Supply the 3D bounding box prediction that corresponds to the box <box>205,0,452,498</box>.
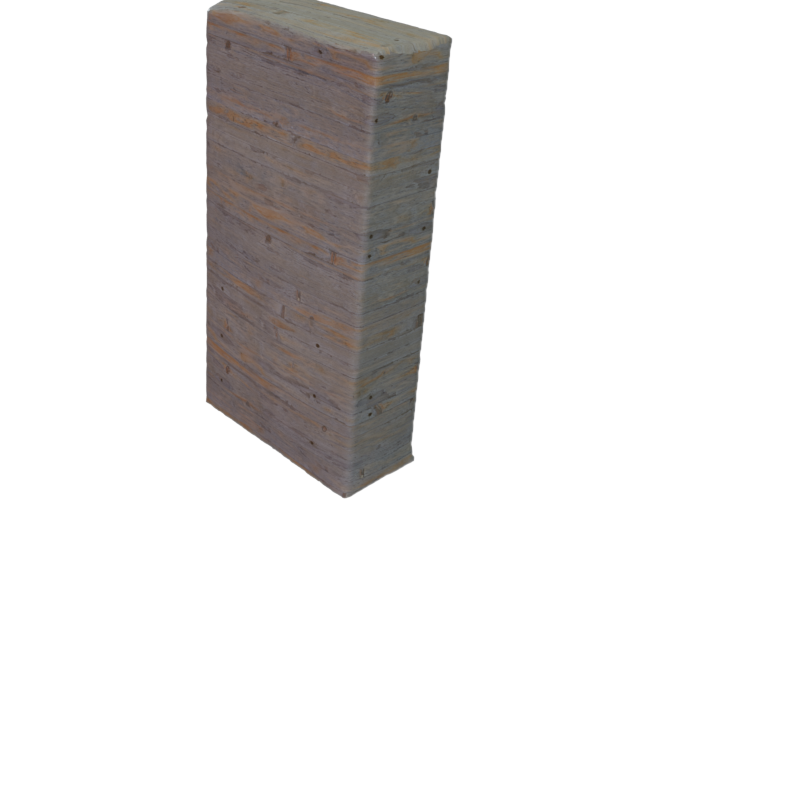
[{"bbox_3d":[-0.034,-0.061,0.429,0.048,0.167,0.100,-22,36,-39],"label":"box"}]
